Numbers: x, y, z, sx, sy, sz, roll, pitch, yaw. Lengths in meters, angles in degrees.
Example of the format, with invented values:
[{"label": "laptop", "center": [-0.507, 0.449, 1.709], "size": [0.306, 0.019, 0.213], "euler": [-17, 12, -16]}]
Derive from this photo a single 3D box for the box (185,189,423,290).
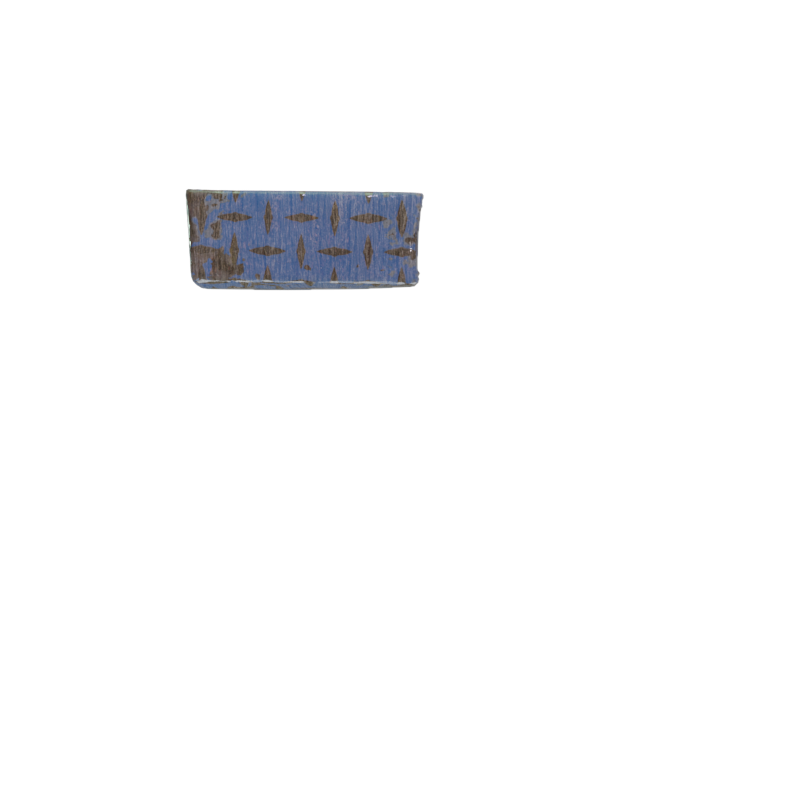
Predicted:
[{"label": "box", "center": [-0.036, -0.066, 0.464], "size": [0.090, 0.039, 0.114], "euler": [0, 7, 1]}]
